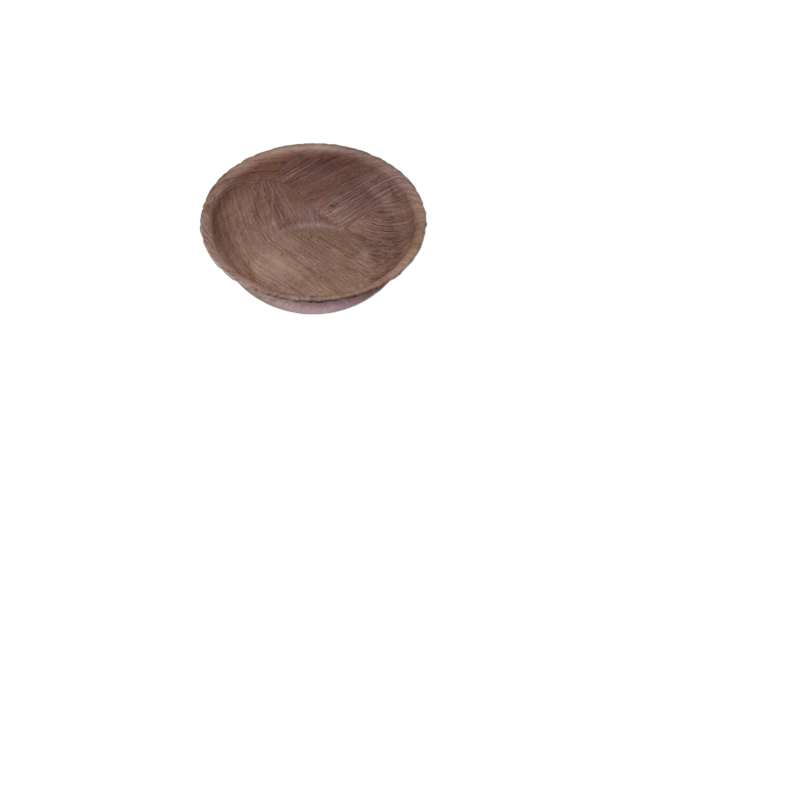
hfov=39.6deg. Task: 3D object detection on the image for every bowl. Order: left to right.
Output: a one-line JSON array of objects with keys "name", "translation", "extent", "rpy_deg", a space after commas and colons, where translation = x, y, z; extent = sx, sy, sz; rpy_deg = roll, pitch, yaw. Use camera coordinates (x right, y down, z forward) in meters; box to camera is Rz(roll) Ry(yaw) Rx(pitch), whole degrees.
[{"name": "bowl", "translation": [-0.063, -0.116, 0.809], "extent": [0.162, 0.174, 0.051], "rpy_deg": [-1, -41, -1]}]
